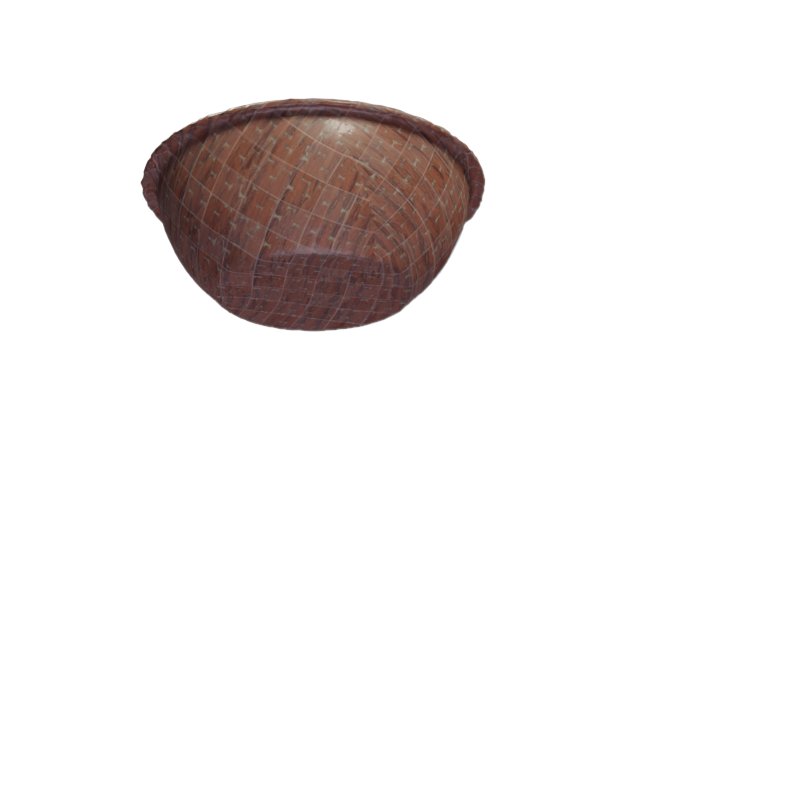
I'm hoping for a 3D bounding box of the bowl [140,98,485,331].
[{"bbox_3d":[-0.040,-0.074,0.515,0.162,0.058,0.154,1,-20,-2],"label":"bowl"}]
